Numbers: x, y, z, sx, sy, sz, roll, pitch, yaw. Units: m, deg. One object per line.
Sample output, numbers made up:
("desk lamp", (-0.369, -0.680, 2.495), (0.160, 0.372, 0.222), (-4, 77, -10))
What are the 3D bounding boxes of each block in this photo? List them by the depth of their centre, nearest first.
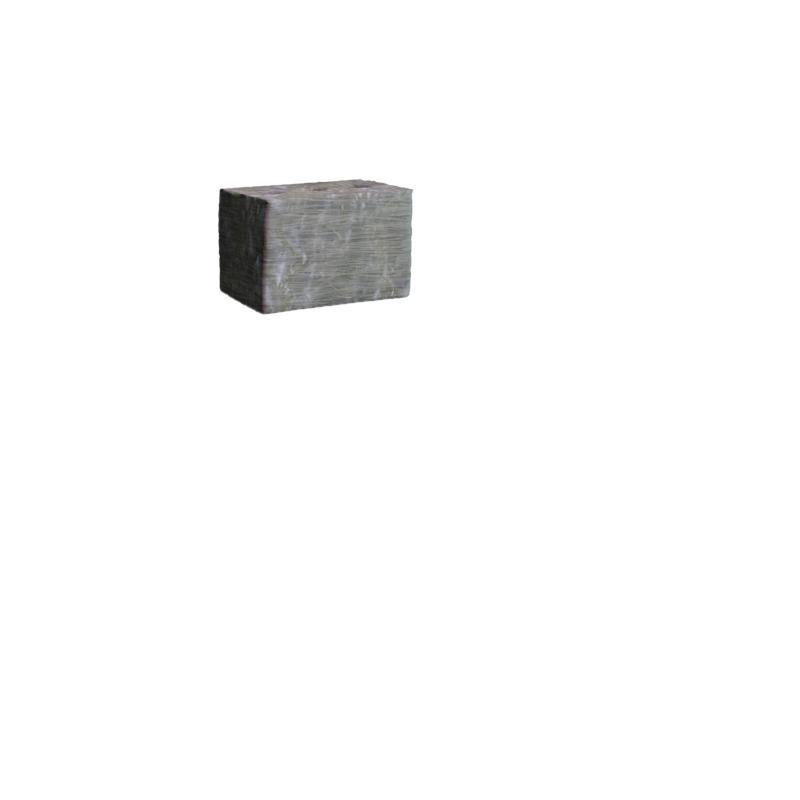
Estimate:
("block", (-0.040, -0.074, 0.517), (0.076, 0.050, 0.056), (-9, 17, -29))
